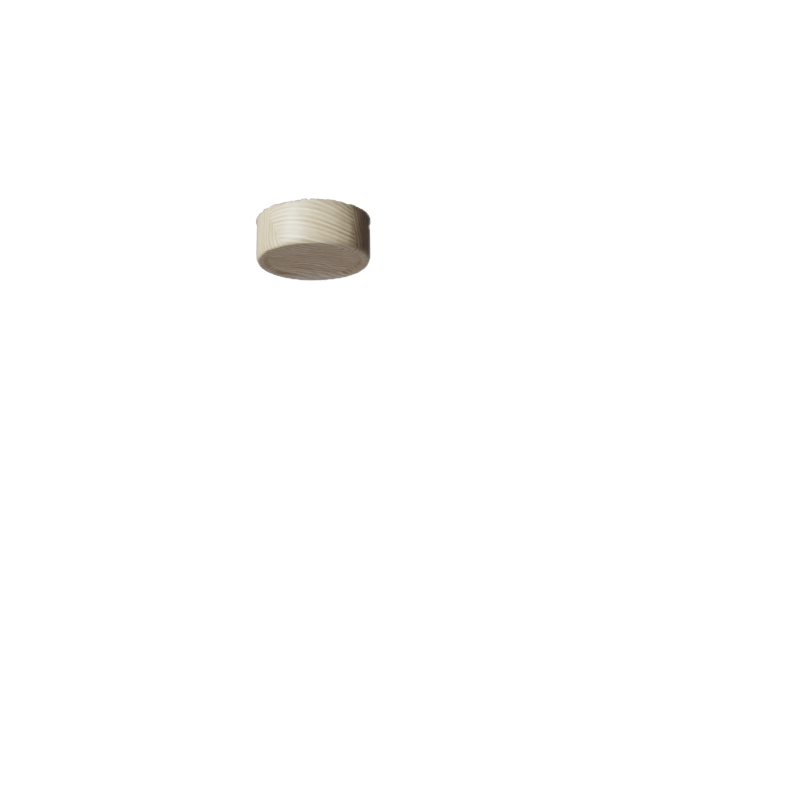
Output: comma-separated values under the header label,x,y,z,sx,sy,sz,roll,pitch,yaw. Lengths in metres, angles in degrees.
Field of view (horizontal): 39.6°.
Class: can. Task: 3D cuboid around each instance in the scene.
label,x,y,z,sx,sy,sz,roll,pitch,yaw
can,-0.064,-0.117,0.823,0.086,0.035,0.082,0,-15,-2
